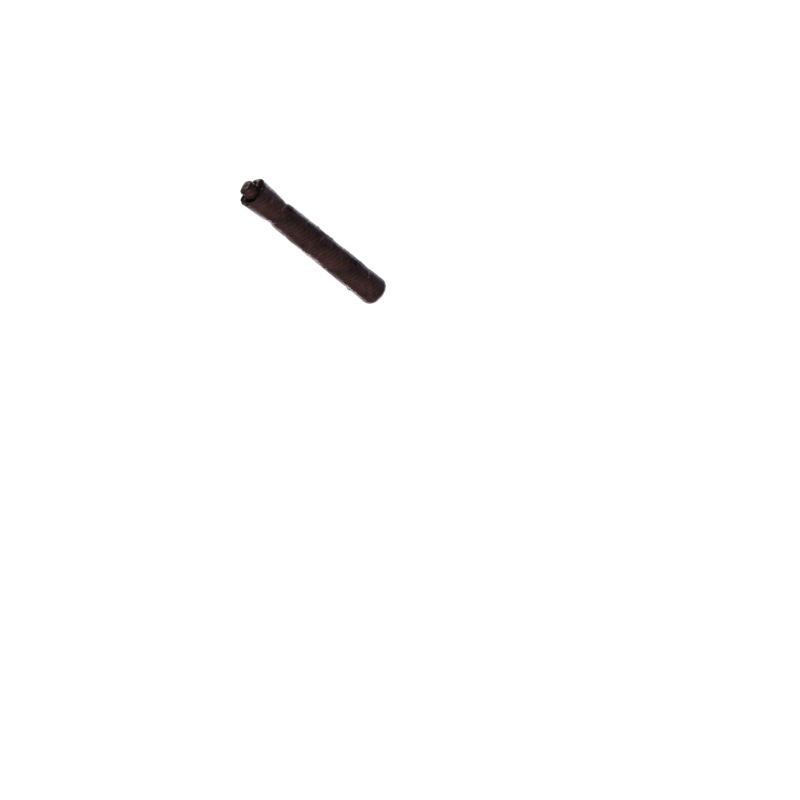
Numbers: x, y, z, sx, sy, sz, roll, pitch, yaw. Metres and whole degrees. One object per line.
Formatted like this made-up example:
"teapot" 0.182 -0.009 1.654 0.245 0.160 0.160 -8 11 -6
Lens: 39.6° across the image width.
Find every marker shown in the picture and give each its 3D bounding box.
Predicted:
"marker" -0.053 -0.096 0.675 0.113 0.020 0.021 36 -21 -35
